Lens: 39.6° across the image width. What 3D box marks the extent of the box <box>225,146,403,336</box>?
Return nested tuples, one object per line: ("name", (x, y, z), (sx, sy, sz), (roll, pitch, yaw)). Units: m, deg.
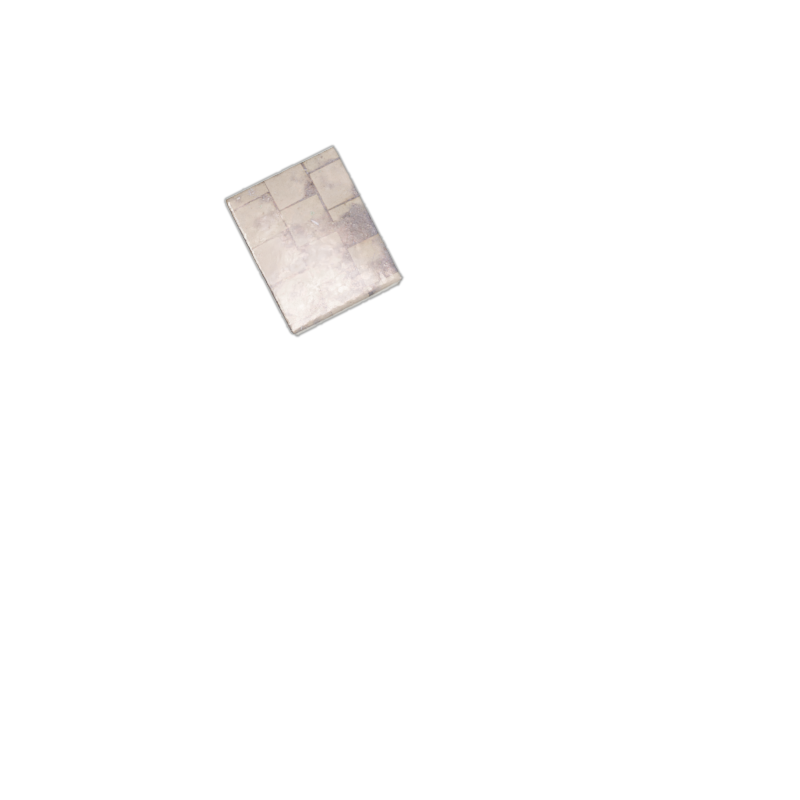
("box", (-0.064, -0.116, 0.810), (0.090, 0.115, 0.038), (-27, -6, -3))
